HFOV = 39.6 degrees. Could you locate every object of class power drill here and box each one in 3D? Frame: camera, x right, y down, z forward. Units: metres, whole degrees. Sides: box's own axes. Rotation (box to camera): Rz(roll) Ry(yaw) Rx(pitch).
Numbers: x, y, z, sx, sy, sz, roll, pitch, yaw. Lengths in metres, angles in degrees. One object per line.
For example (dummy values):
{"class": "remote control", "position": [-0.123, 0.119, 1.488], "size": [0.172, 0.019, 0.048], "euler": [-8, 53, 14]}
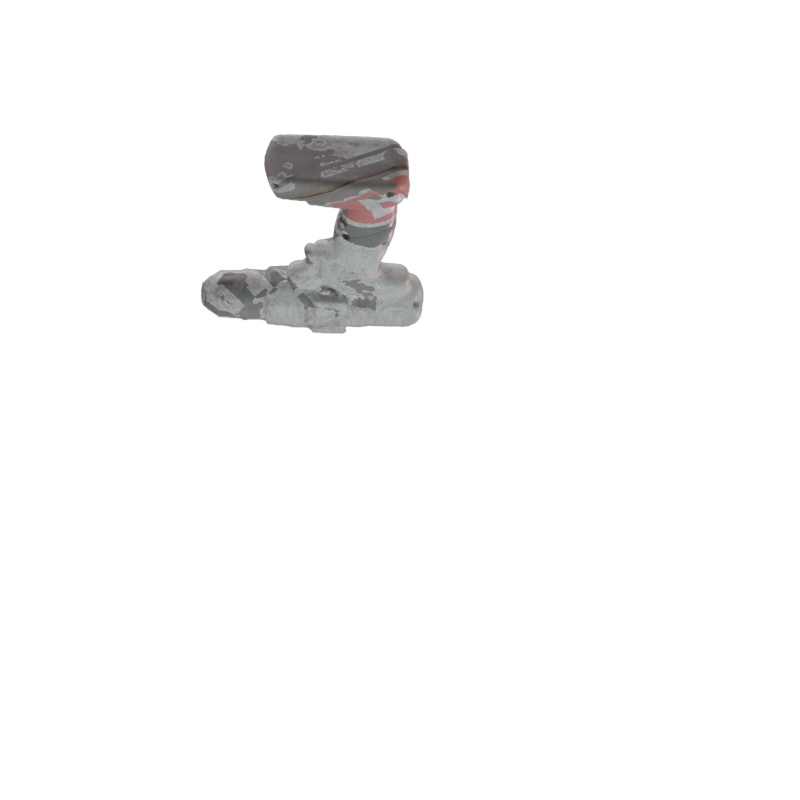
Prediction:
{"class": "power drill", "position": [-0.068, -0.124, 0.871], "size": [0.184, 0.061, 0.175], "euler": [1, -35, -2]}
